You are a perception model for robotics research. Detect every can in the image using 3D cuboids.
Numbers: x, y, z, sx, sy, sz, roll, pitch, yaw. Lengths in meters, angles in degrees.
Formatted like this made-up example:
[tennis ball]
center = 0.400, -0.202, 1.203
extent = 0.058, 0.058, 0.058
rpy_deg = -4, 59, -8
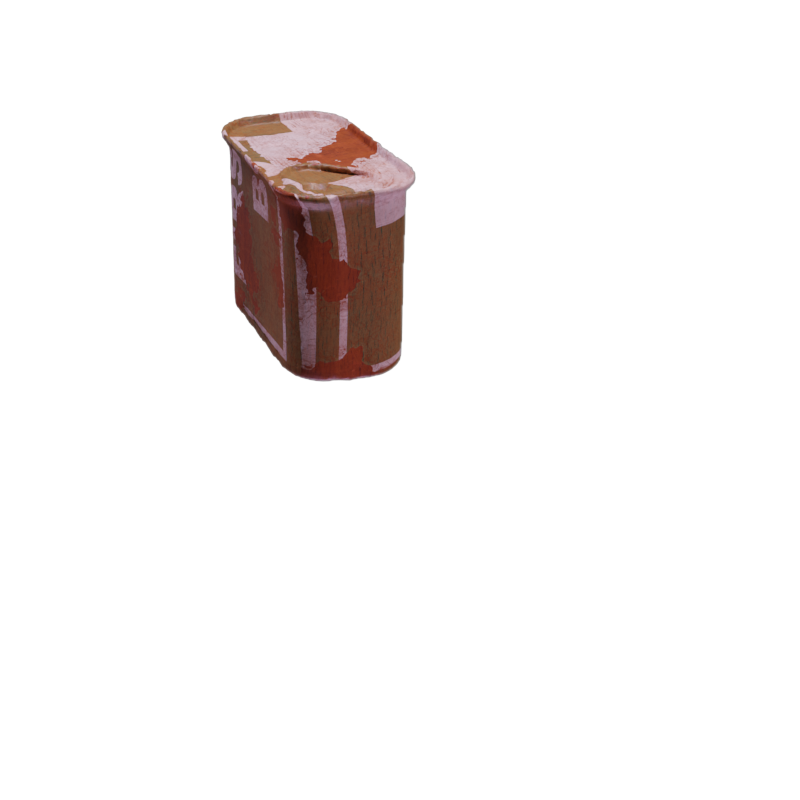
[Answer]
[can]
center = -0.037, -0.067, 0.469
extent = 0.056, 0.079, 0.110
rpy_deg = -10, 31, -22
